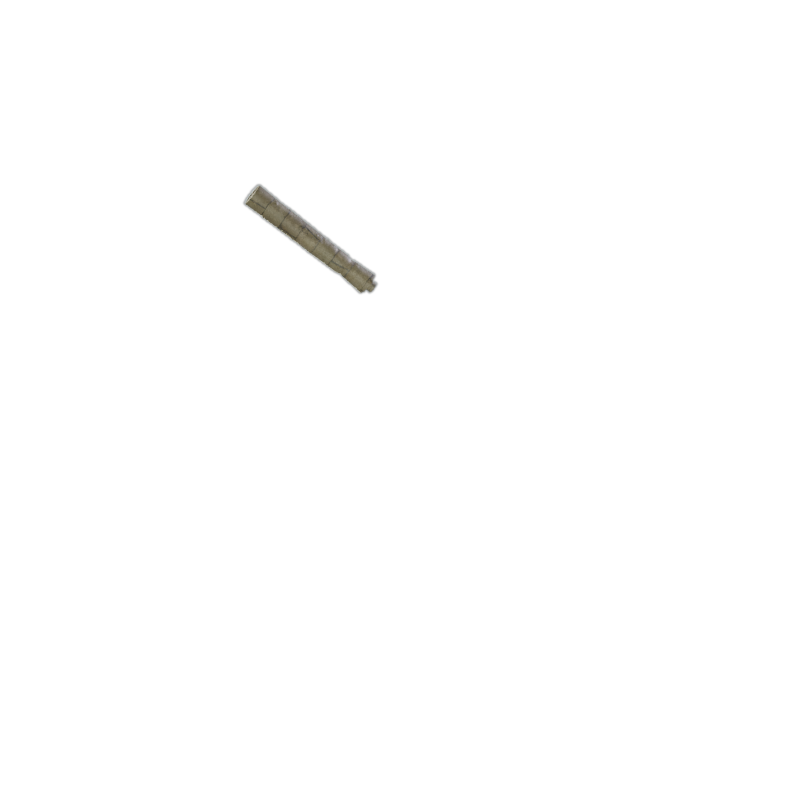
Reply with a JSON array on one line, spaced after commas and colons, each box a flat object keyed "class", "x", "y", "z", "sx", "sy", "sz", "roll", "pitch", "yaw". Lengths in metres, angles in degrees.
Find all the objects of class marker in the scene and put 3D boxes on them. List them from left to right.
[{"class": "marker", "x": -0.067, "y": -0.122, "z": 0.855, "sx": 0.118, "sy": 0.020, "sz": 0.020, "roll": 37, "pitch": -6, "yaw": -10}]
